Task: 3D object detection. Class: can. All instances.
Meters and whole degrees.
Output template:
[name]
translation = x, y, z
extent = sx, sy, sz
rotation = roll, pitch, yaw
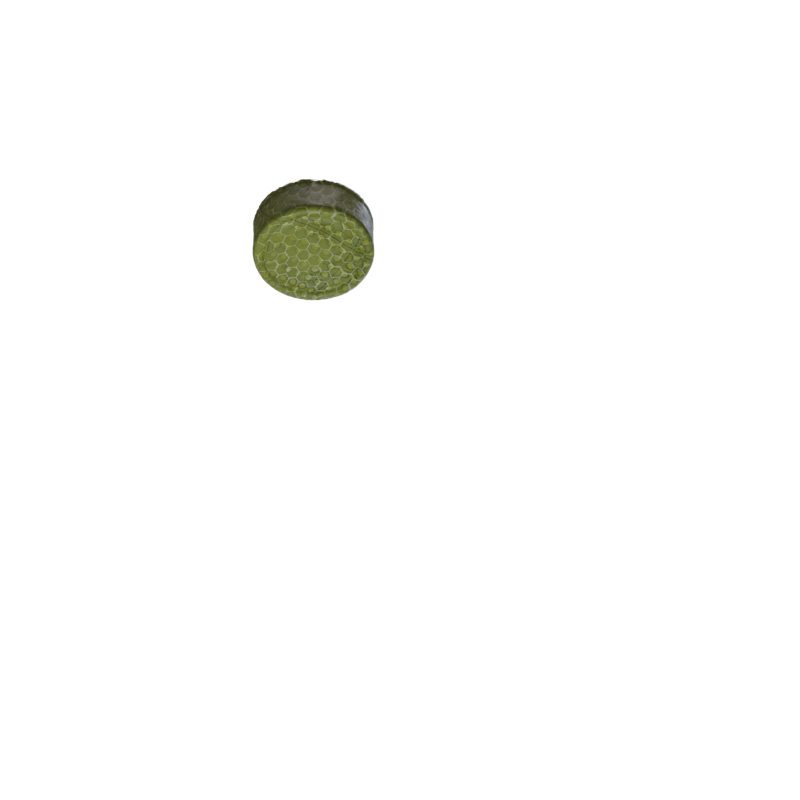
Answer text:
[can]
translation = -0.061, -0.111, 0.776
extent = 0.086, 0.080, 0.036
rotation = 1, 43, -1
